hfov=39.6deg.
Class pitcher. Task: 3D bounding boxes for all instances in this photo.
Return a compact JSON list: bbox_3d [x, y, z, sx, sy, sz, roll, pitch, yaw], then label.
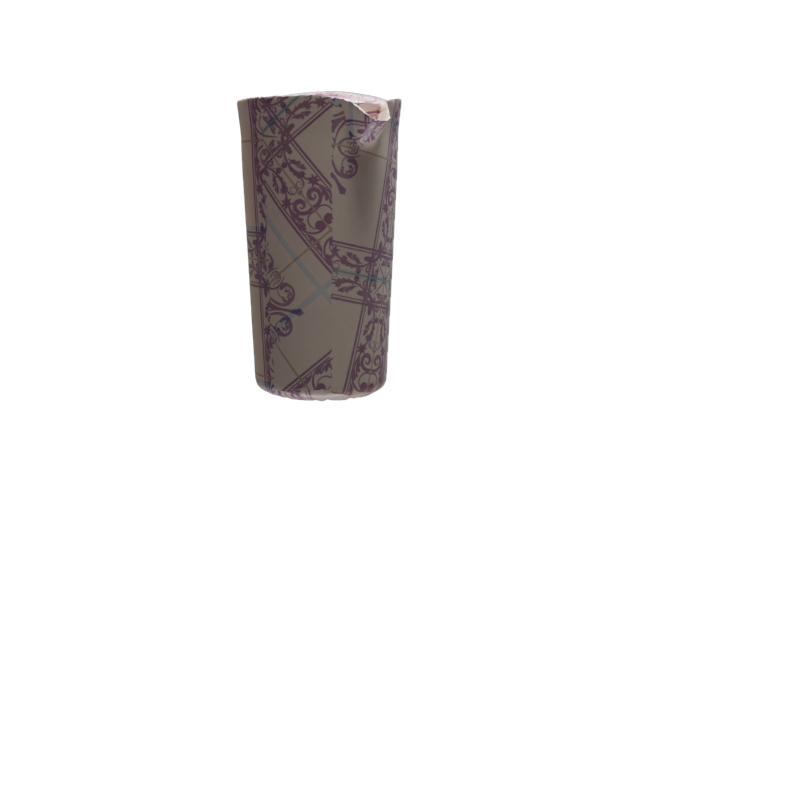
[{"bbox_3d":[-0.071,-0.130,0.910,0.147,0.241,0.149,1,5,7],"label":"pitcher"}]
